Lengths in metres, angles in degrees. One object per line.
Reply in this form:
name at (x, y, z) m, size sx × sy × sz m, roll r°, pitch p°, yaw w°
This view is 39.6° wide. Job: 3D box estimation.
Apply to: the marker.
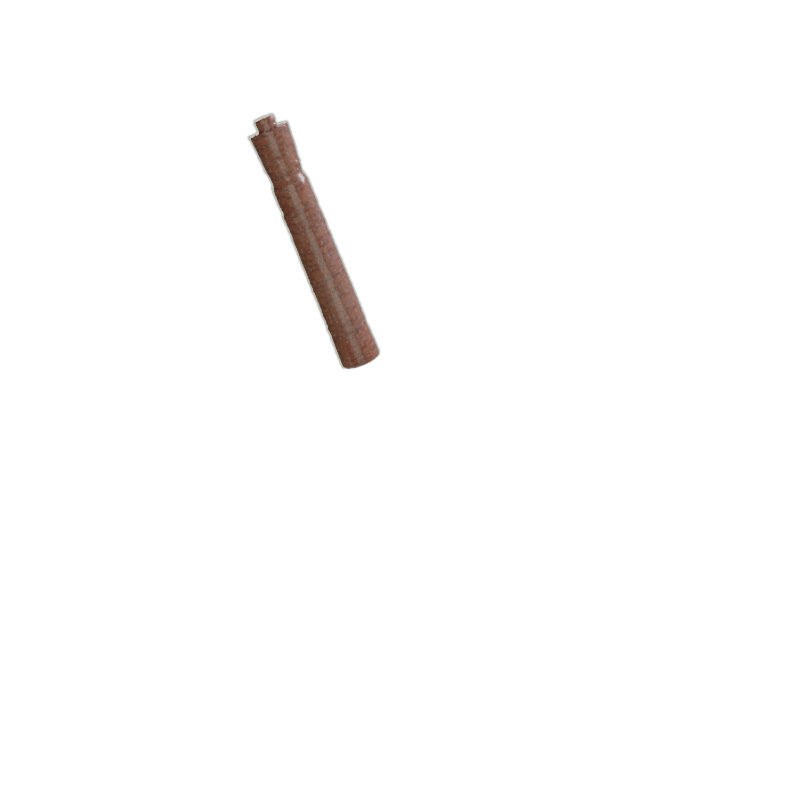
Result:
marker at (-0.039, -0.072, 0.504) m, size 0.020 × 0.118 × 0.020 m, roll -21°, pitch 10°, yaw 3°
